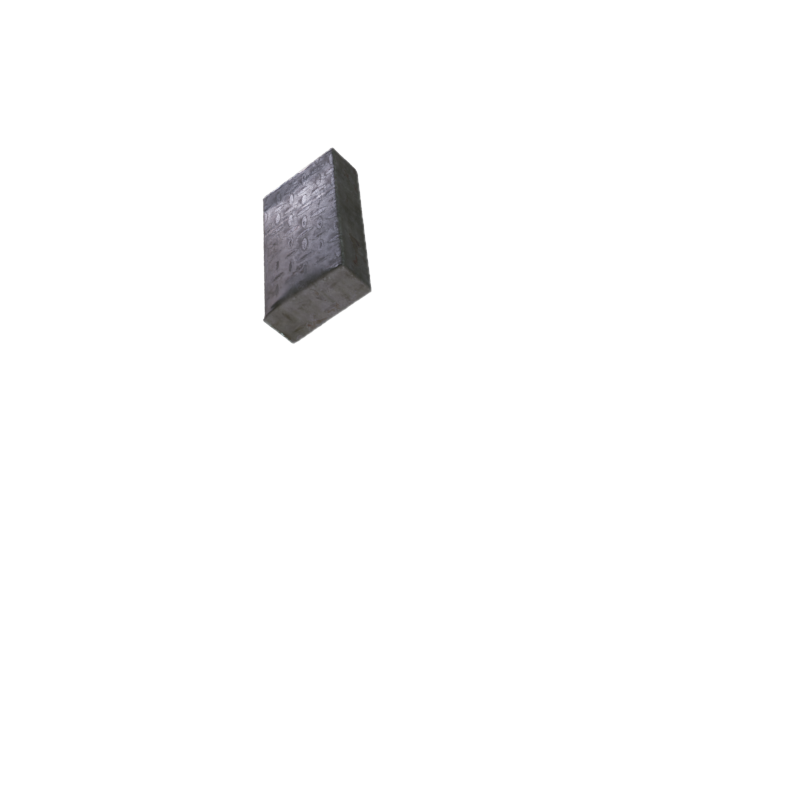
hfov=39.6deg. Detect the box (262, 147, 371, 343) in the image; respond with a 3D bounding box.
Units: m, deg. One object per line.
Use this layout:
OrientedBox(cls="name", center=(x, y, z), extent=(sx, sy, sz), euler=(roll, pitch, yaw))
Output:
OrientedBox(cls="box", center=(-0.078, -0.142, 0.997), extent=(0.093, 0.189, 0.045), euler=(-32, -54, 23))
